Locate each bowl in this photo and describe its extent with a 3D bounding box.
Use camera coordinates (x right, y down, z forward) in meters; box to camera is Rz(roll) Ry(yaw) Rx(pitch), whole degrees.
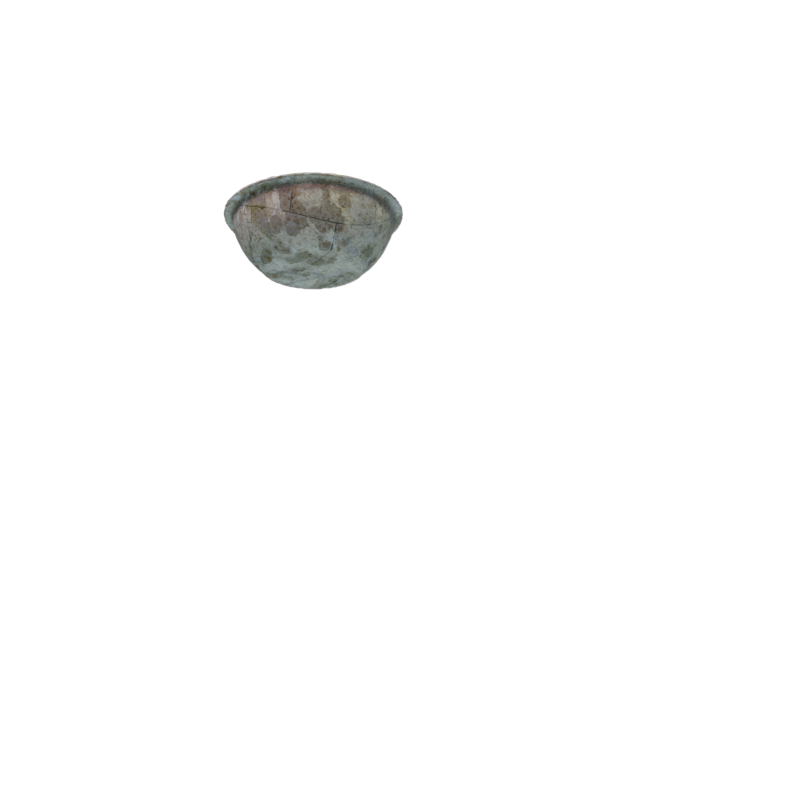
[{"bbox_3d":[-0.077,-0.141,0.987,0.162,0.058,0.154,0,-19,-2],"label":"bowl"}]
